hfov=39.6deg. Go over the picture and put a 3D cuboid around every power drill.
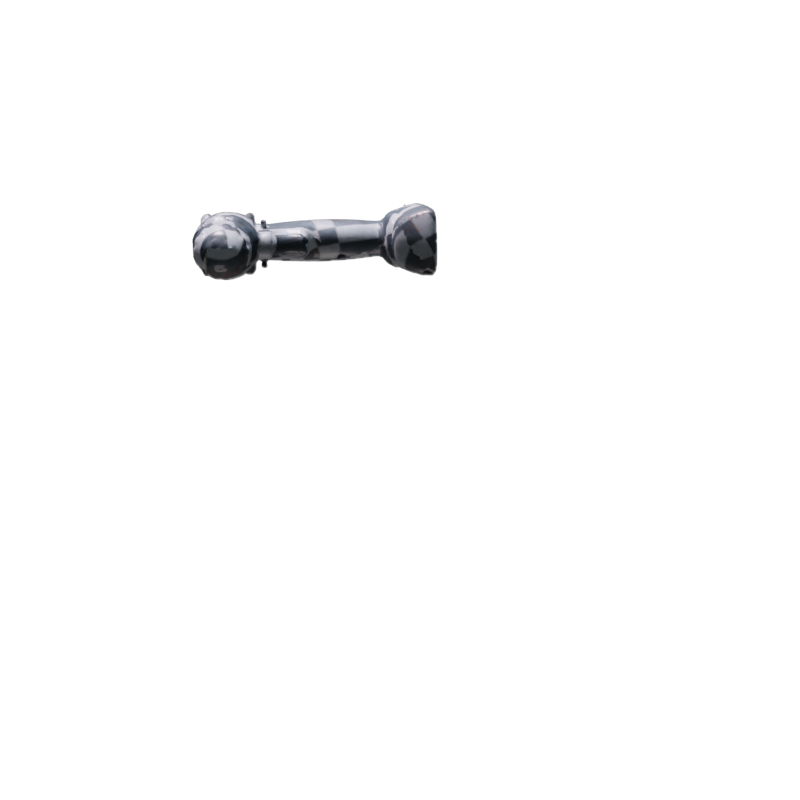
[{"bbox_3d":[-0.068,-0.124,0.871,0.187,0.056,0.189,-1,12,-3],"label":"power drill"}]
